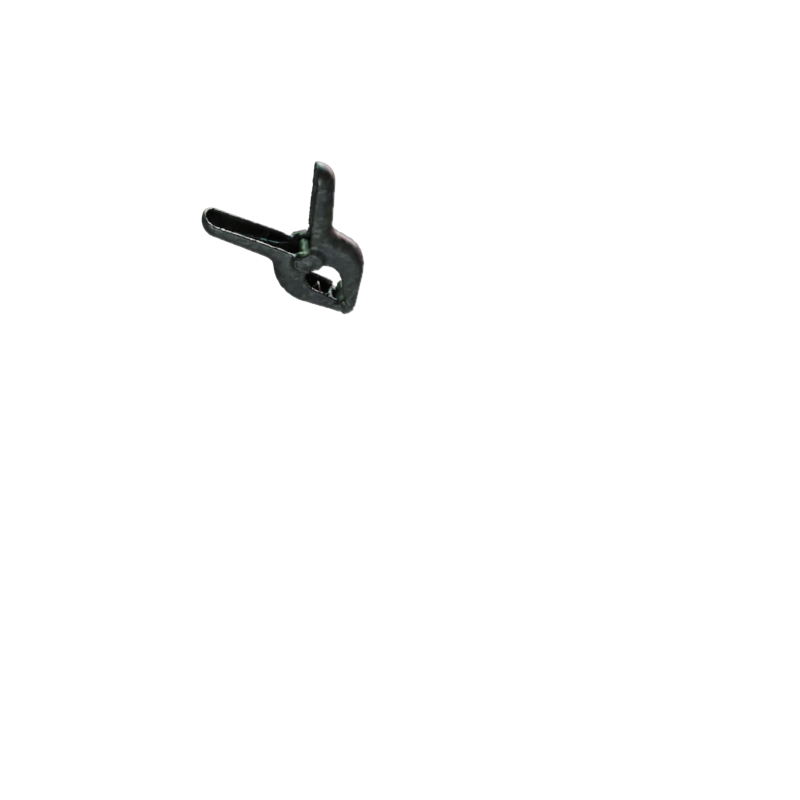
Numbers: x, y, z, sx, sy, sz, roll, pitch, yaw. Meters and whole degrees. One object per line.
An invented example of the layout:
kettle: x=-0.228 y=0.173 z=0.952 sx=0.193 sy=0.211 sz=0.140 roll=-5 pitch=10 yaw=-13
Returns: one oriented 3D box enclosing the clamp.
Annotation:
clamp: x=-0.075 y=-0.136 z=0.954 sx=0.121 sy=0.042 sz=0.159 roll=-21 pitch=-38 yaw=28
